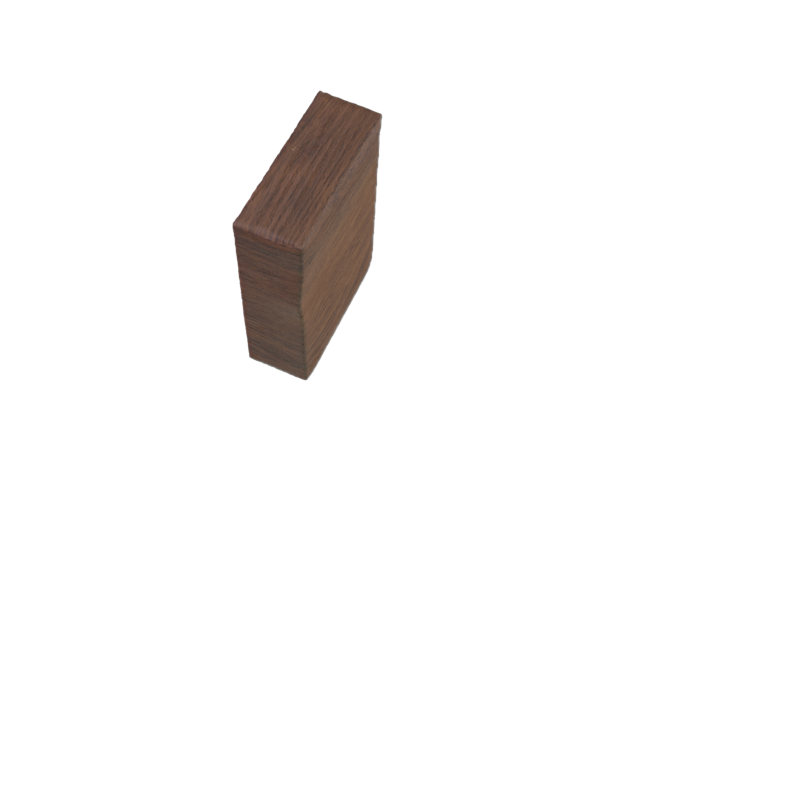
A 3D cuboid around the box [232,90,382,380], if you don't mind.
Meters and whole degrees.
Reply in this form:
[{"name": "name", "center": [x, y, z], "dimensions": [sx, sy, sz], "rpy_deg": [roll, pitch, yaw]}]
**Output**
[{"name": "box", "center": [-0.078, -0.143, 0.998], "dimensions": [0.074, 0.171, 0.201], "rpy_deg": [21, -30, 8]}]
